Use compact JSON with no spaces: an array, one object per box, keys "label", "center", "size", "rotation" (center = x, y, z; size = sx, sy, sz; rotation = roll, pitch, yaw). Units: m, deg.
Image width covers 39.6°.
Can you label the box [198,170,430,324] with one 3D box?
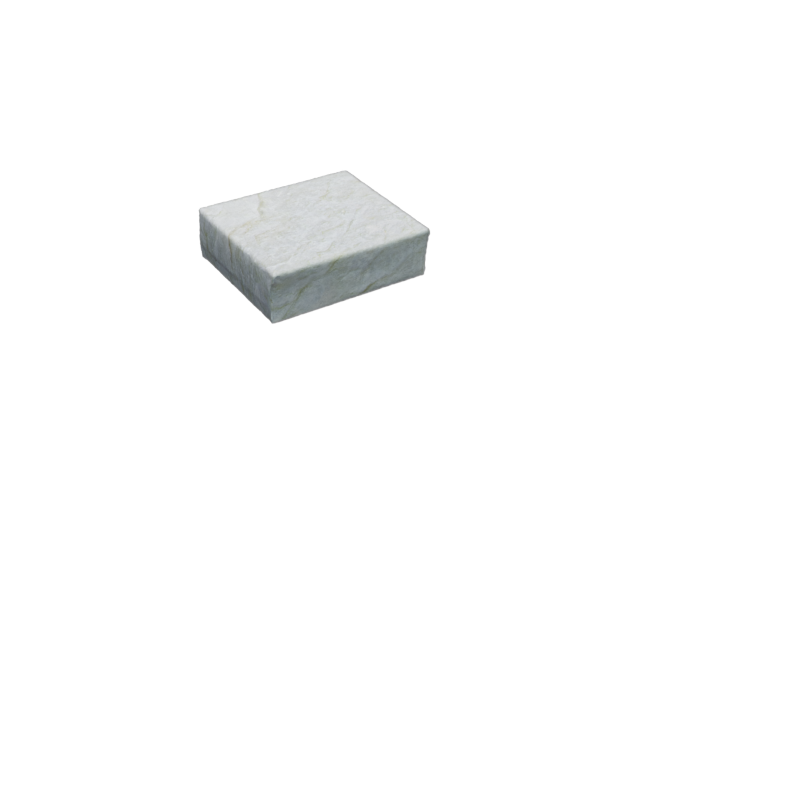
[{"label":"box","center":[-0.053,-0.096,0.675],"size":[0.112,0.036,0.097],"rotation":[-22,42,-28]}]
